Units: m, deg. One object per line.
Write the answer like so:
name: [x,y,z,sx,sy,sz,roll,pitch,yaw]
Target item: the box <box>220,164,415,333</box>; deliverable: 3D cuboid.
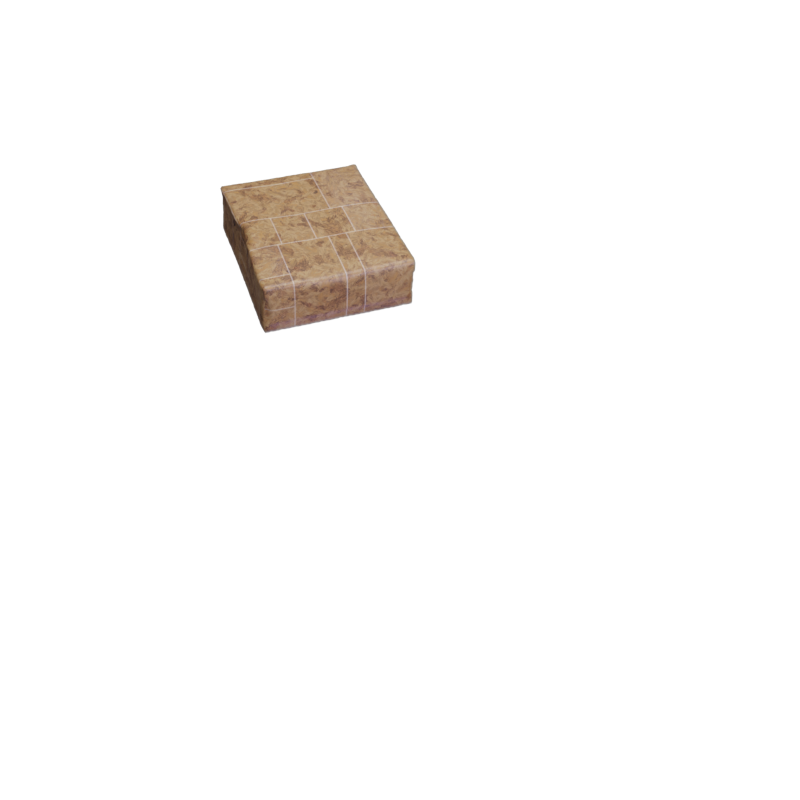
box: [-0.042,-0.077,0.538,0.072,0.028,0.097,-12,43,-14]
